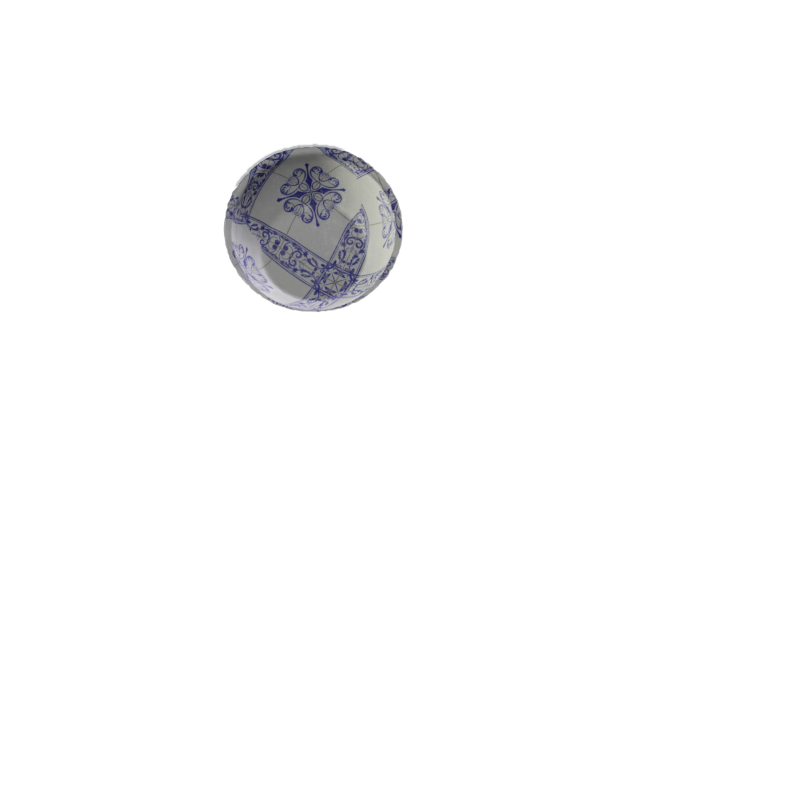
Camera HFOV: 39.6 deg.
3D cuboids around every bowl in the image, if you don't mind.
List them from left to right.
[{"bbox_3d":[-0.077,-0.140,0.977,0.162,0.154,0.058,1,24,-1],"label":"bowl"}]
